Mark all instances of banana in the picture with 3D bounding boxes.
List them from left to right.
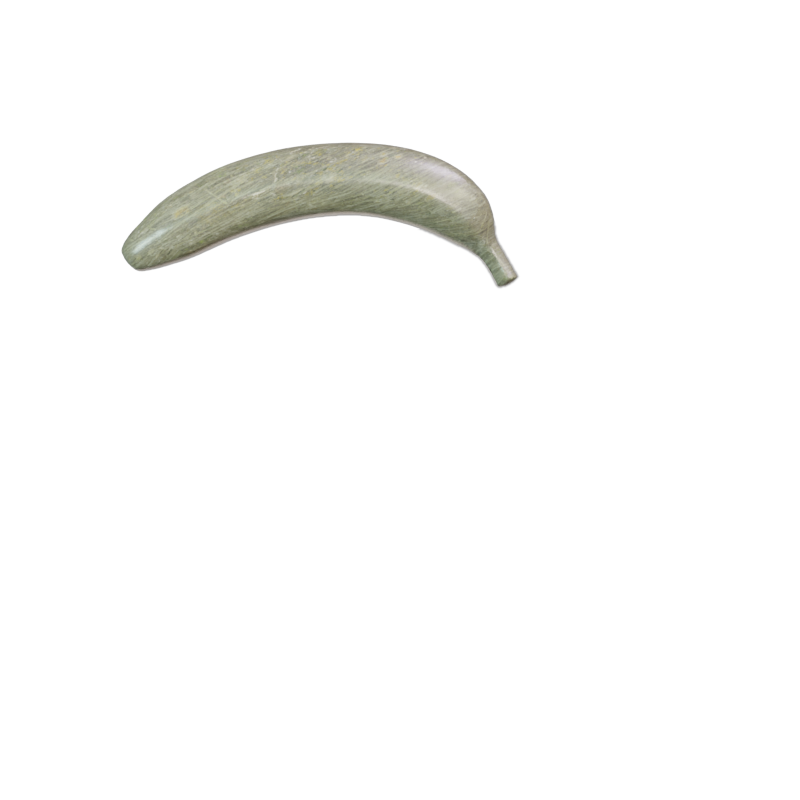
[{"bbox_3d":[-0.039,-0.096,0.556,0.198,0.073,0.035,2,-19,1],"label":"banana"}]
